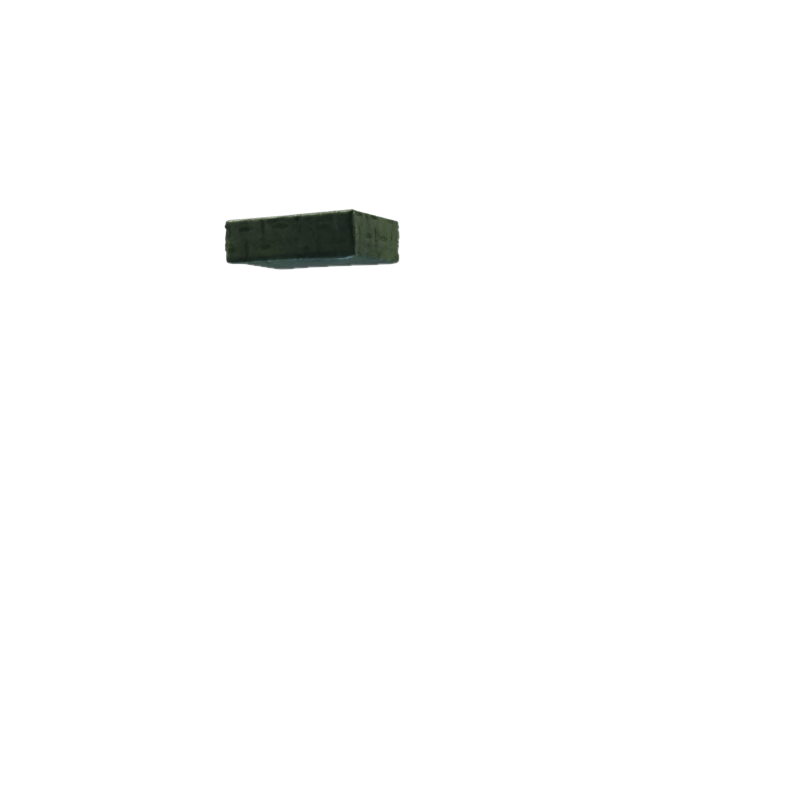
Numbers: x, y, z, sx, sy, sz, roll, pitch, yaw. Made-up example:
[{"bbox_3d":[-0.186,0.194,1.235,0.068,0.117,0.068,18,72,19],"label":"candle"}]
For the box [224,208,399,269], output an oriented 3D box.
[{"bbox_3d":[-0.068,-0.125,0.874,0.117,0.039,0.087,1,3,25],"label":"box"}]
